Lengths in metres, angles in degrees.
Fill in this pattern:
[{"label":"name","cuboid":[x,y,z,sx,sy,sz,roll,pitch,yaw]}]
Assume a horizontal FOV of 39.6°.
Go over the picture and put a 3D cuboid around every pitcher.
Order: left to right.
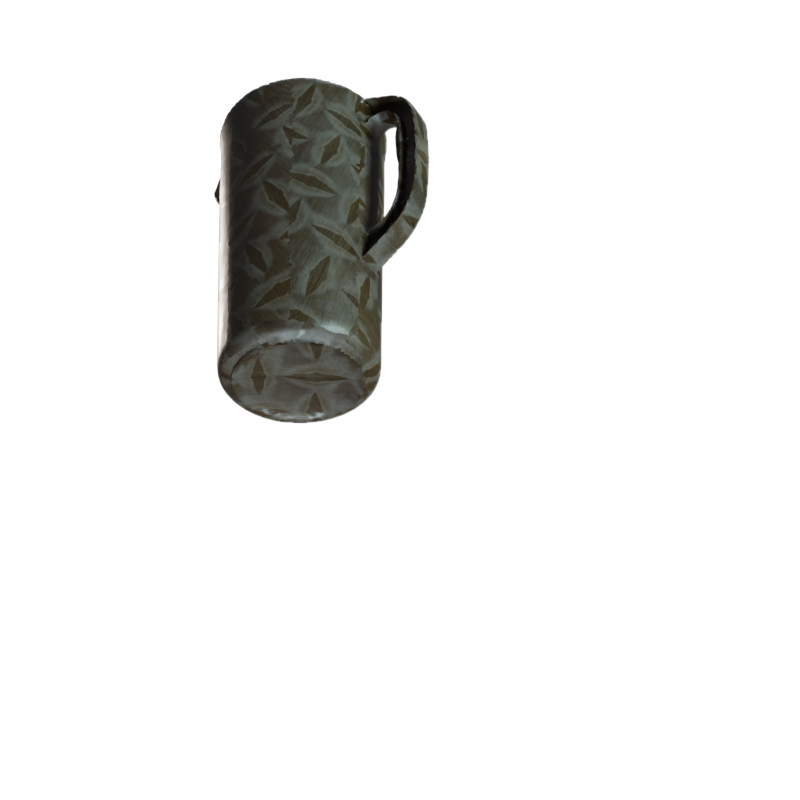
[{"label":"pitcher","cuboid":[-0.062,-0.114,0.797,0.142,0.261,0.141,7,-41,-12]}]
